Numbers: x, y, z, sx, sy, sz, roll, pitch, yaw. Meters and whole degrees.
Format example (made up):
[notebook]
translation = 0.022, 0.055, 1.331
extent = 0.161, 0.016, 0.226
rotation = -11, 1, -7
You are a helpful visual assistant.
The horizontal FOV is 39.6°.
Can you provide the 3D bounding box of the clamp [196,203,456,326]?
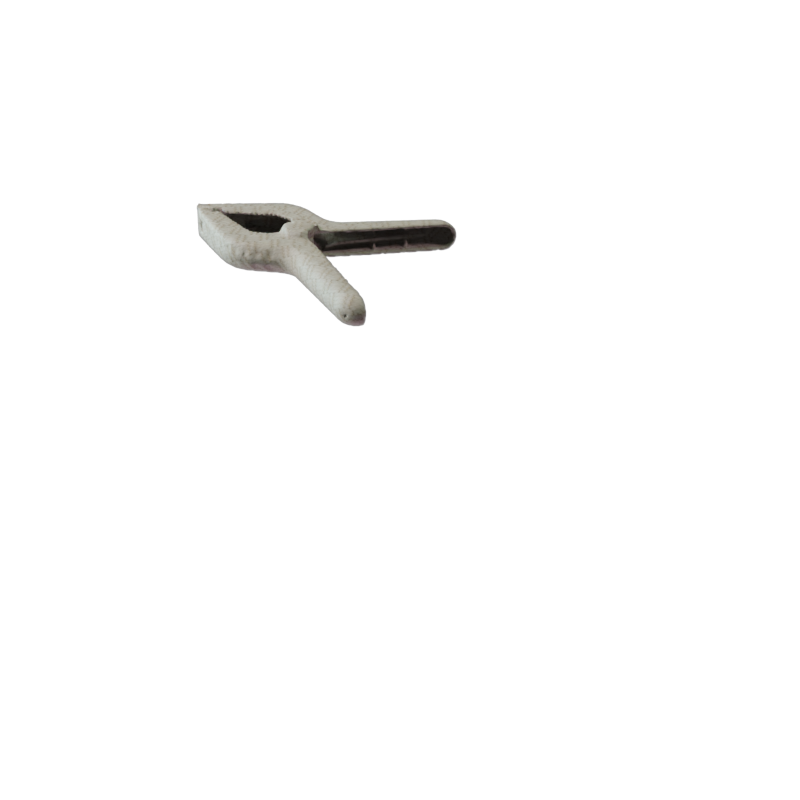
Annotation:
[clamp]
translation = -0.070, -0.128, 0.895
extent = 0.222, 0.034, 0.165
rotation = 21, 37, 31
